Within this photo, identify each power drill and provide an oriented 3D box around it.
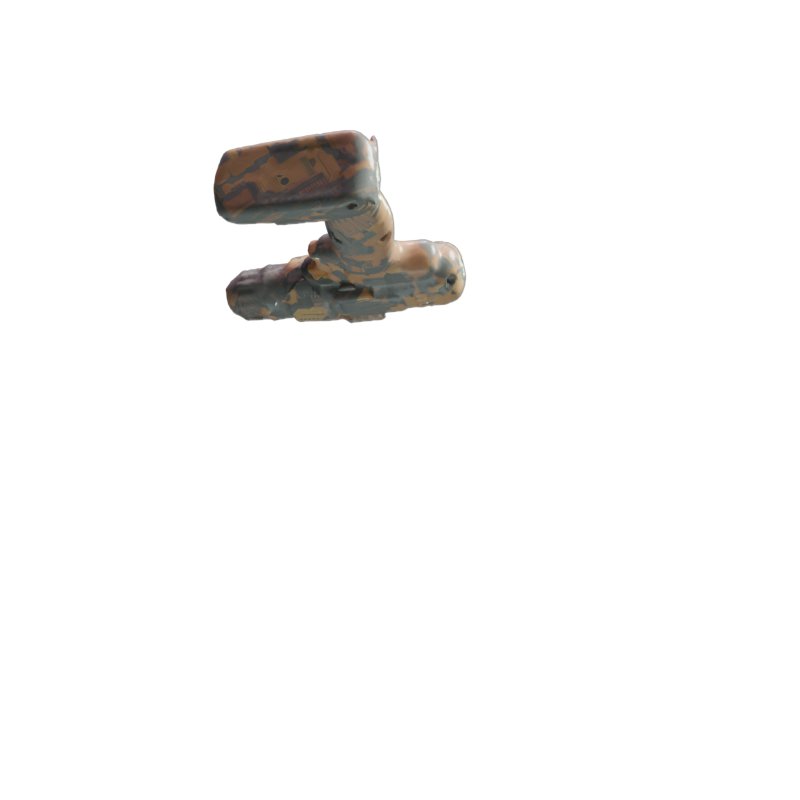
[{"bbox_3d":[-0.060,-0.110,0.772,0.187,0.061,0.175,-6,-22,15],"label":"power drill"}]
